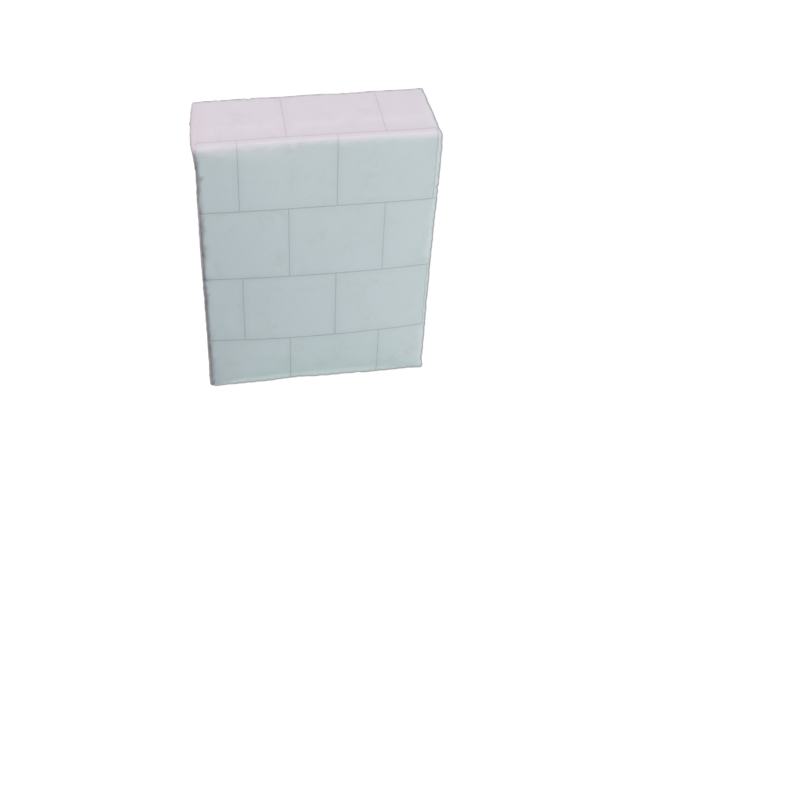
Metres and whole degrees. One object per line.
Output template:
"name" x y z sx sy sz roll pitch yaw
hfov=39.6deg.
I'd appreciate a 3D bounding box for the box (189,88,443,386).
"box" -0.062 -0.114 0.796 0.163 0.199 0.077 -4 41 -7
